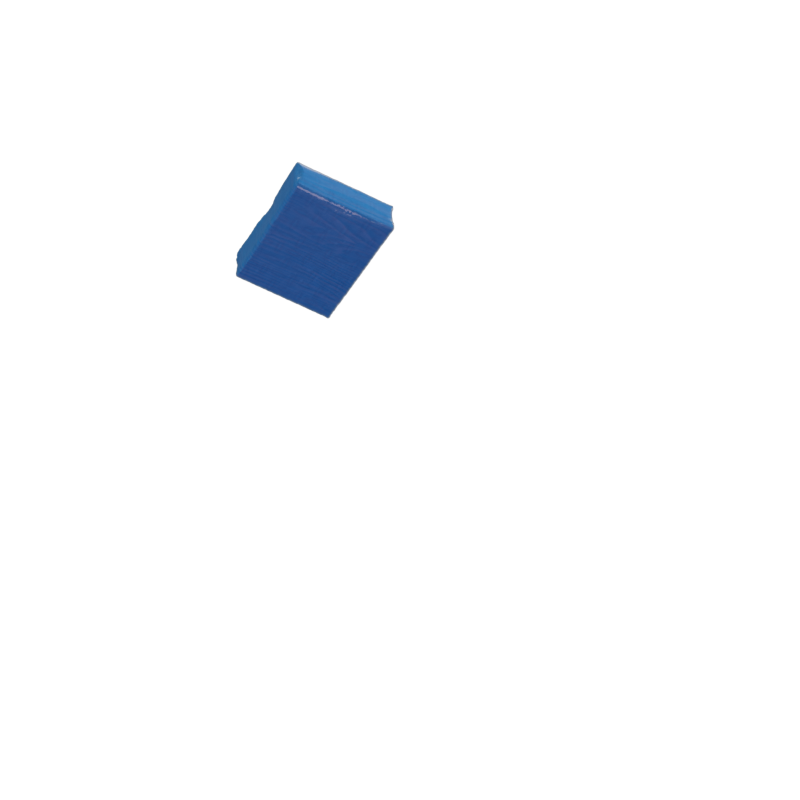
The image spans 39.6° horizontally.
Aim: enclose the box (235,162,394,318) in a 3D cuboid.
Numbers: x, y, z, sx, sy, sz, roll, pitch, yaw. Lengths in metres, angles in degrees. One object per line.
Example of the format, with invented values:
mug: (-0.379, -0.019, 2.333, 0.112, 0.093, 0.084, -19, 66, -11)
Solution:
box: (-0.058, -0.105, 0.735, 0.070, 0.087, 0.032, 24, 35, -20)
